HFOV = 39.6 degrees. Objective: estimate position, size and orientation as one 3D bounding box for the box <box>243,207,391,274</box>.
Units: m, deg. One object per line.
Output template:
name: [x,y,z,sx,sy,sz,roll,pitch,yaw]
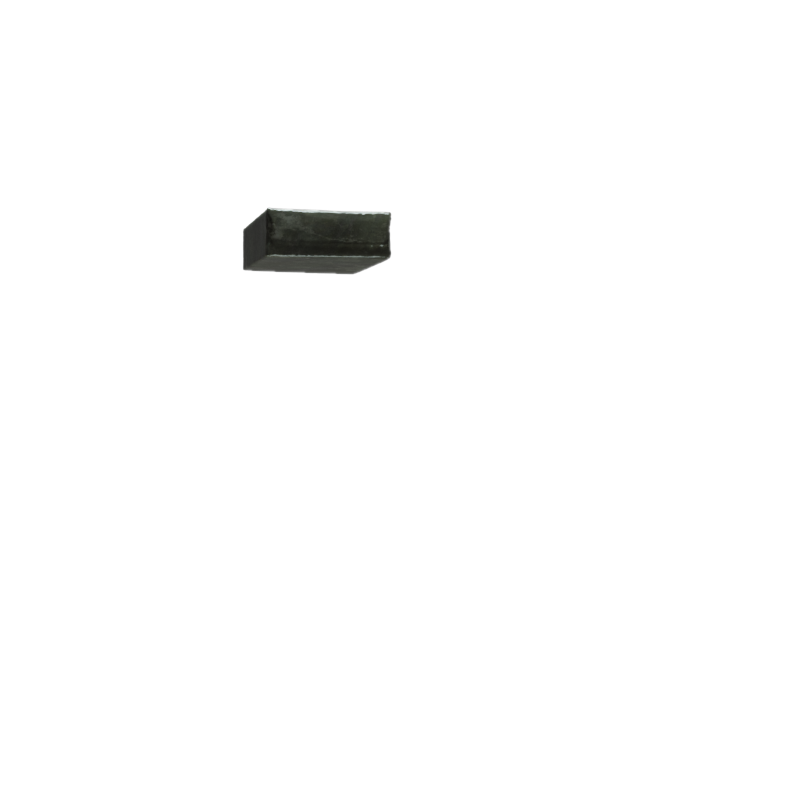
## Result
box: [-0.052,-0.094,0.661,0.072,0.030,0.090,0,-1,-15]
